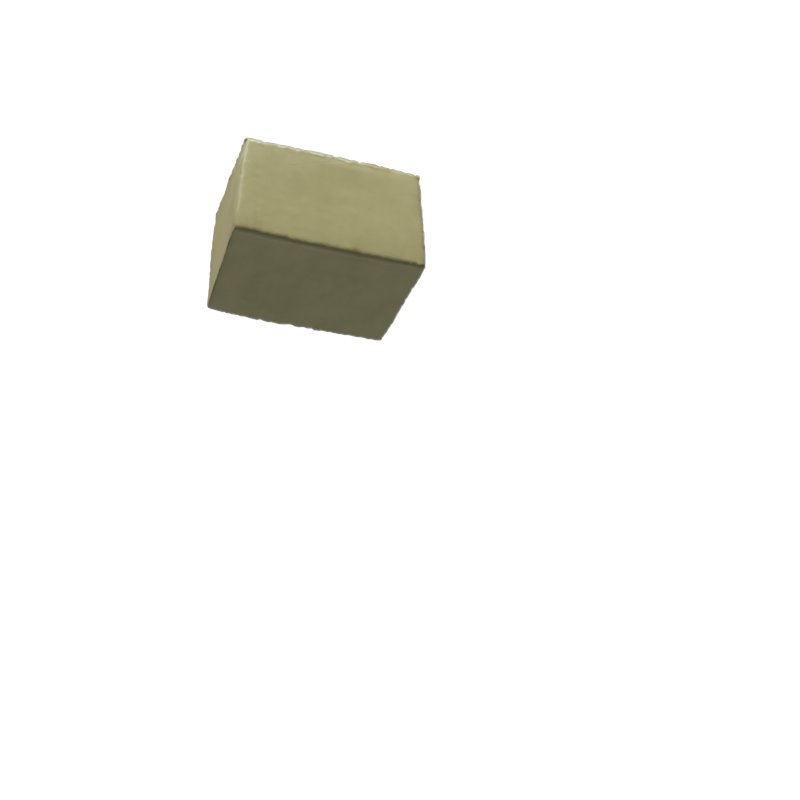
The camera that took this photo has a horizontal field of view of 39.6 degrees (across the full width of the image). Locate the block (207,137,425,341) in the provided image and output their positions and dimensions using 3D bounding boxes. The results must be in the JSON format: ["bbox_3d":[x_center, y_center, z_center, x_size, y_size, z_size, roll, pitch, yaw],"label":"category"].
[{"bbox_3d":[-0.035,-0.065,0.452,0.076,0.055,0.050,11,-39,-15],"label":"block"}]
